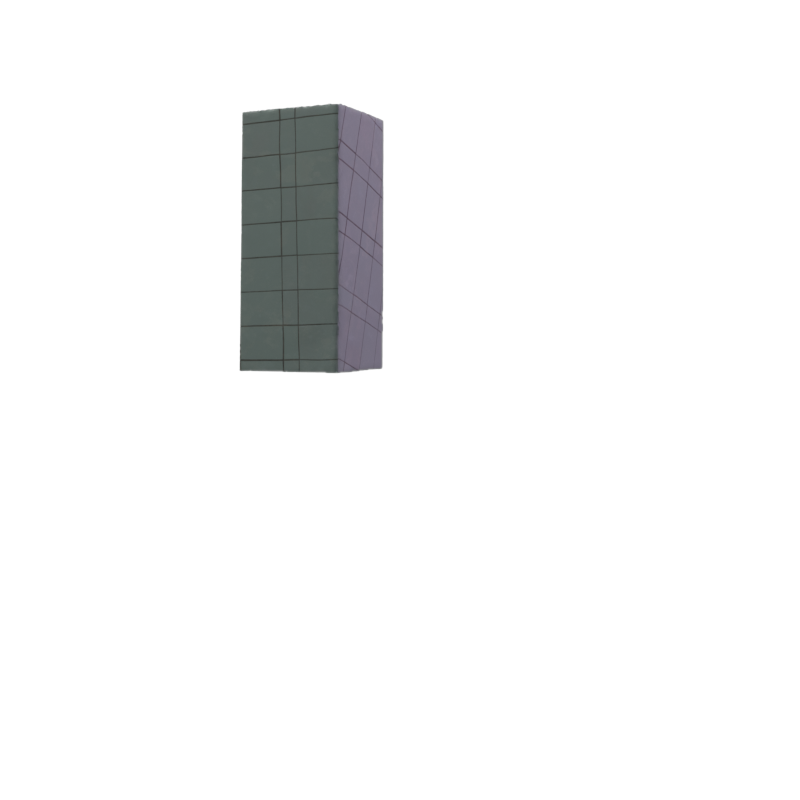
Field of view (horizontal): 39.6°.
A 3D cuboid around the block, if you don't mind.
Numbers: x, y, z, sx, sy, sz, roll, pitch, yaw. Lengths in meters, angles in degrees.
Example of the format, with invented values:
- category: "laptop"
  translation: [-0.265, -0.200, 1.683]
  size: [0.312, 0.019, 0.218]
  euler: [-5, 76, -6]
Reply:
- category: "block"
  translation: [-0.070, -0.128, 0.897]
  size: [0.093, 0.208, 0.087]
  euler: [-1, -3, 25]
